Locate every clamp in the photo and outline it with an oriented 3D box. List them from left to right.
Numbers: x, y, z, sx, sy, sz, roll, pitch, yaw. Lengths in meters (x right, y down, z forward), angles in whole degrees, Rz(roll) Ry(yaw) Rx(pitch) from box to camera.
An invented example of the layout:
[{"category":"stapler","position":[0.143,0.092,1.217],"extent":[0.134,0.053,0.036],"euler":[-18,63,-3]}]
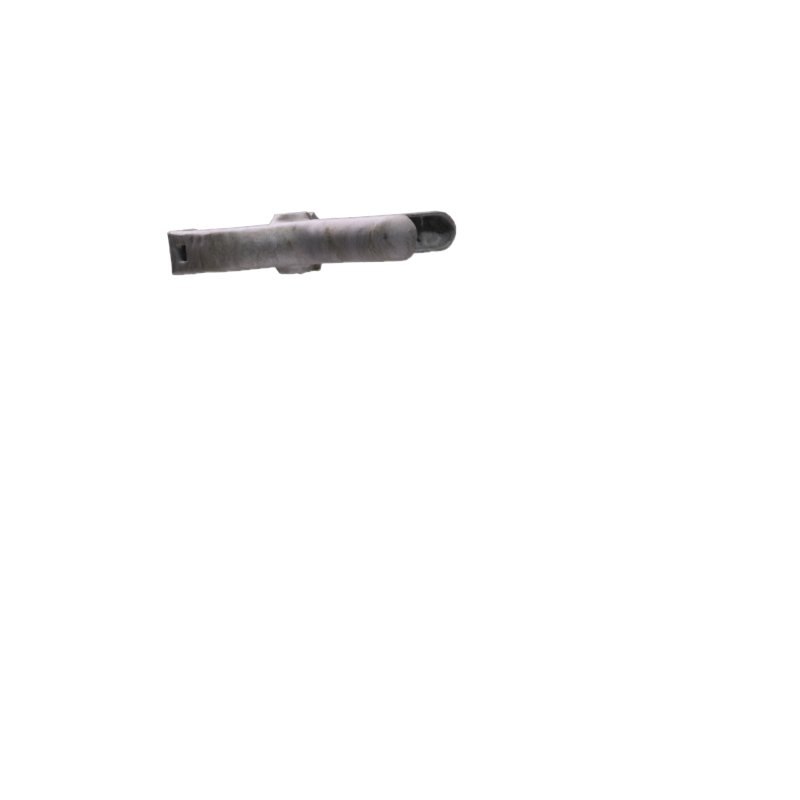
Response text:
[{"category":"clamp","position":[-0.051,-0.094,0.655],"extent":[0.177,0.039,0.117],"euler":[2,5,25]}]
